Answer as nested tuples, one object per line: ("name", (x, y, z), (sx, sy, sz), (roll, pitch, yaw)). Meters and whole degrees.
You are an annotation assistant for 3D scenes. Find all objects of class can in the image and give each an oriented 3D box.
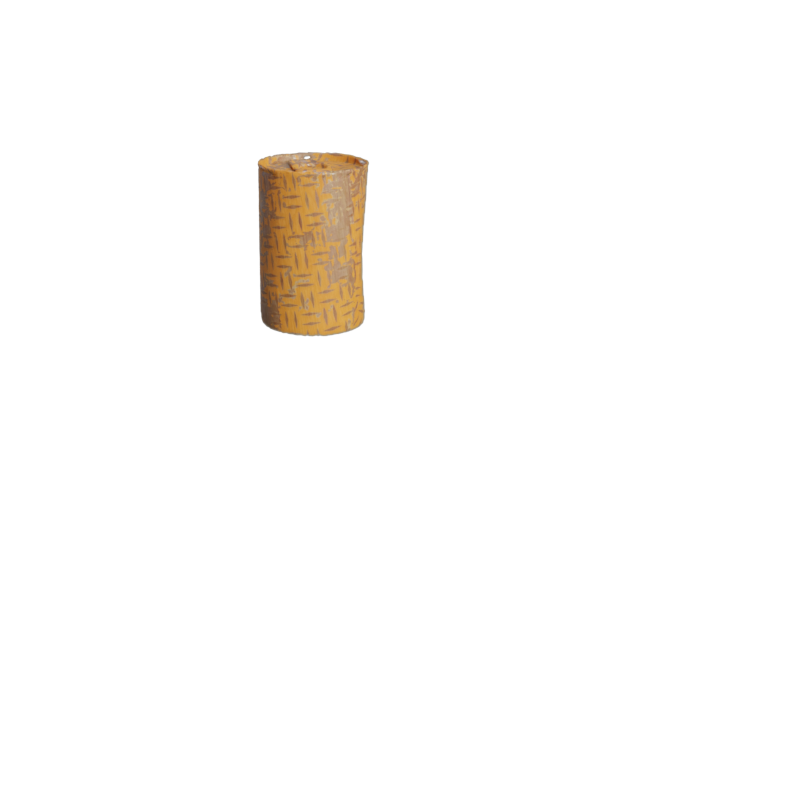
("can", (-0.054, -0.098, 0.689), (0.068, 0.098, 0.071), (0, 18, -2))
